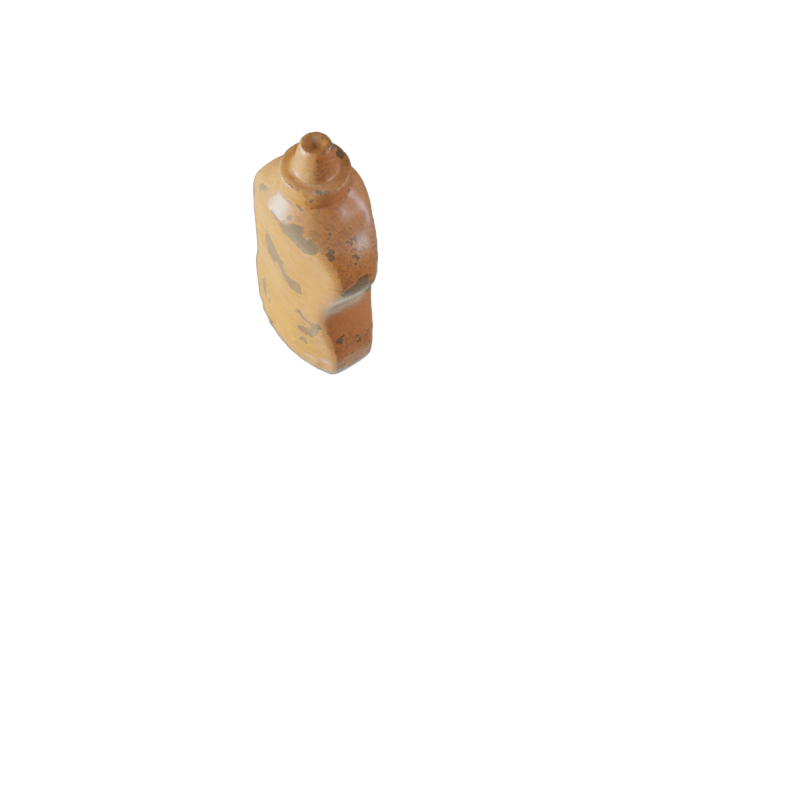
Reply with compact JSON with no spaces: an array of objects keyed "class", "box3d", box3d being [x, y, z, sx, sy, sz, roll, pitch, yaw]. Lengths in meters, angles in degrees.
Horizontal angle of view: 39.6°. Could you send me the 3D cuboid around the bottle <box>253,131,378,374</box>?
[{"class":"bottle","box3d":[-0.053,-0.097,0.680,0.058,0.102,0.180,-29,-23,-18]}]
